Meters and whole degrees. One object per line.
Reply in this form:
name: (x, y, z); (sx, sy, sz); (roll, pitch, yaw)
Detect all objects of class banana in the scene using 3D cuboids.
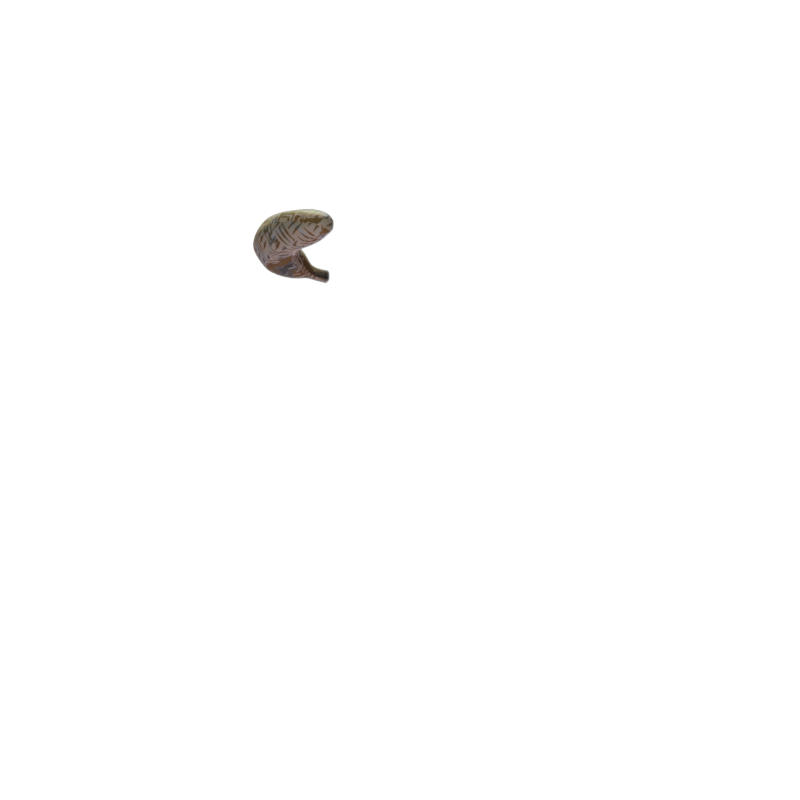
banana: (-0.094, -0.137, 0.966); (0.069, 0.037, 0.194); (0, -5, -4)
